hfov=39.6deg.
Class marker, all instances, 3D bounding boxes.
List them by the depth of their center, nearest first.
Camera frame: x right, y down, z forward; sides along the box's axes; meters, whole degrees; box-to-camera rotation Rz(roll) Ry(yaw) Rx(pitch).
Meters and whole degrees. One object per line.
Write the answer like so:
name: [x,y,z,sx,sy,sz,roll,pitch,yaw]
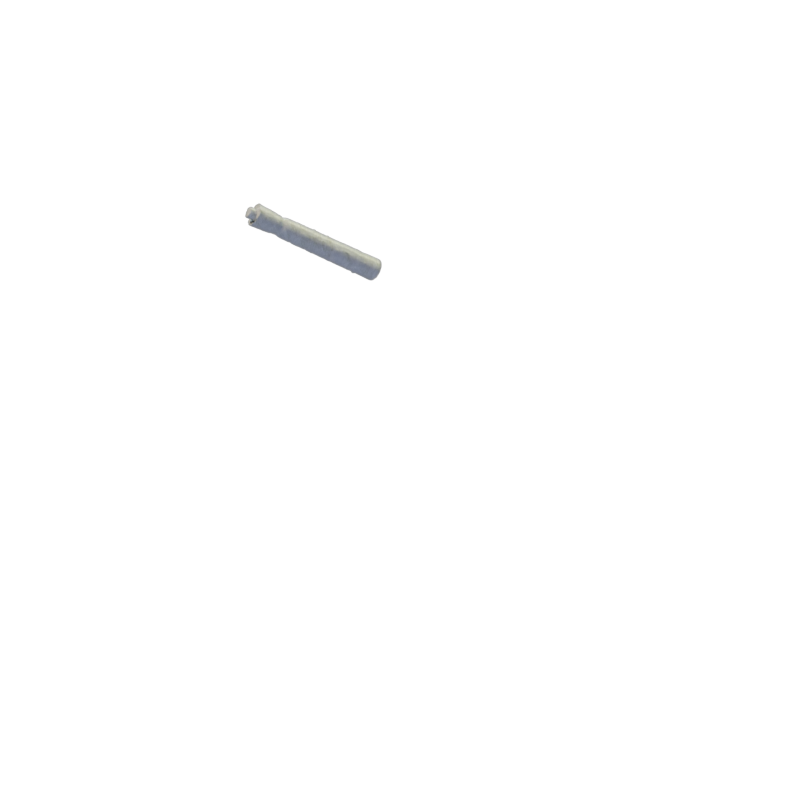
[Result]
marker: [-0.069,-0.126,0.879,0.115,0.020,0.020,22,-6,-24]
